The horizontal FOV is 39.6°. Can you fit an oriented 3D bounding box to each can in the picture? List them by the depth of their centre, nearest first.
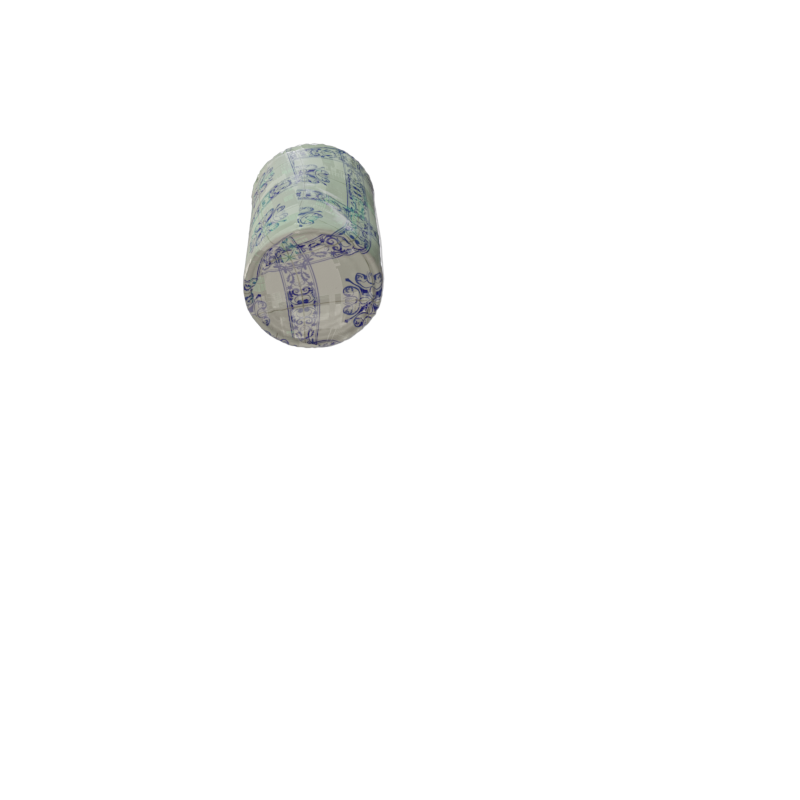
[{"bbox_3d":[-0.044,-0.080,0.564,0.068,0.064,0.109,-1,32,-3],"label":"can"}]
